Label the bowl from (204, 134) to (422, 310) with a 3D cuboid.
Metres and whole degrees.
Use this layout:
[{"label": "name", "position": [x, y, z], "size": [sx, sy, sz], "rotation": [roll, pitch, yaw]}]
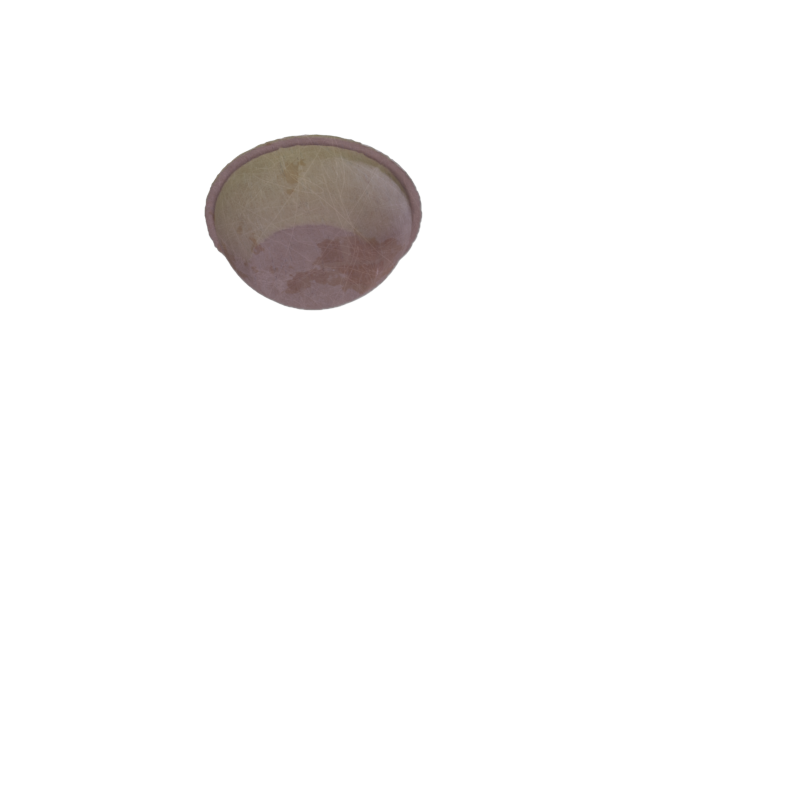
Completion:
[{"label": "bowl", "position": [-0.063, -0.115, 0.806], "size": [0.162, 0.059, 0.151], "rotation": [1, -40, -1]}]
